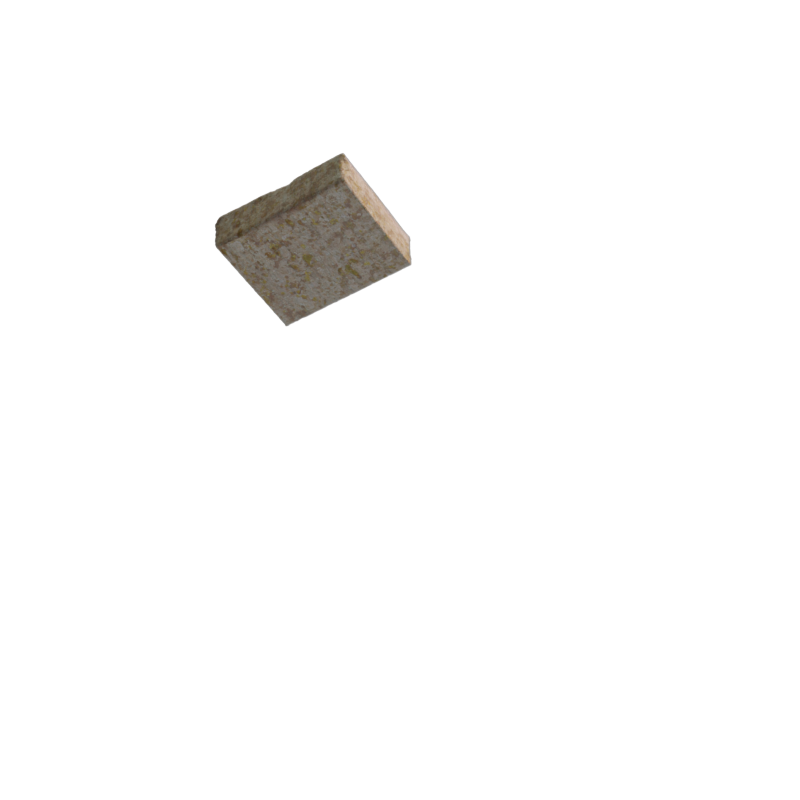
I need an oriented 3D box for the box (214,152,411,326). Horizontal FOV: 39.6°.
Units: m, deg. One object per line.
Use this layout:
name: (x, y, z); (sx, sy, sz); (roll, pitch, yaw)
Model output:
box: (-0.050, -0.090, 0.632); (0.089, 0.032, 0.068); (-24, -51, 21)
